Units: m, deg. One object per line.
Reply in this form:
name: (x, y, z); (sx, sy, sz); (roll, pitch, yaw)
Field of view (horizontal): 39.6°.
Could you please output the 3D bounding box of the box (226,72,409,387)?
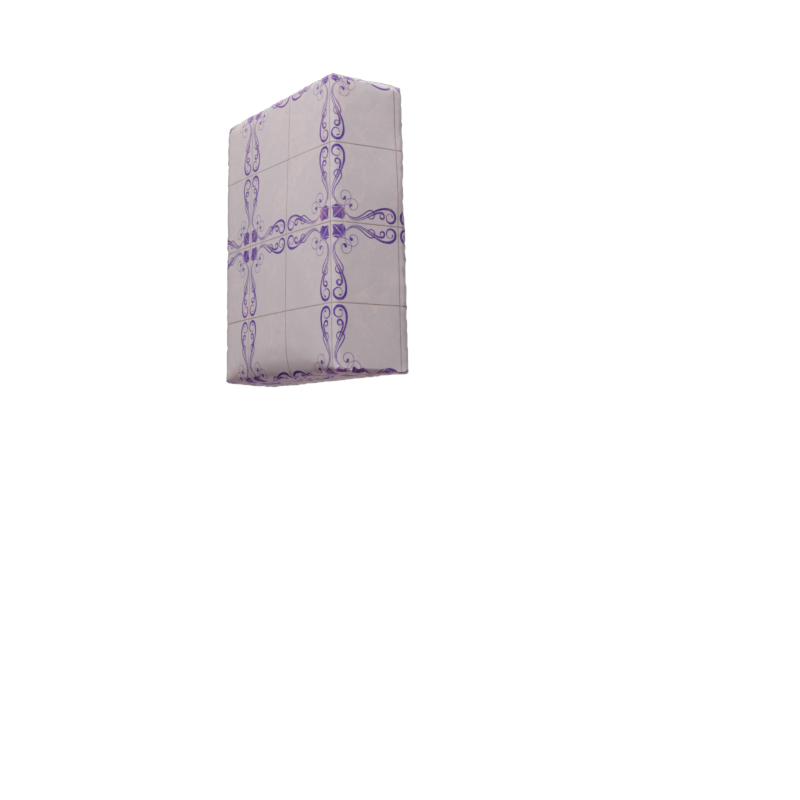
box: (-0.067, -0.121, 0.850); (0.069, 0.219, 0.167); (6, -10, -34)
